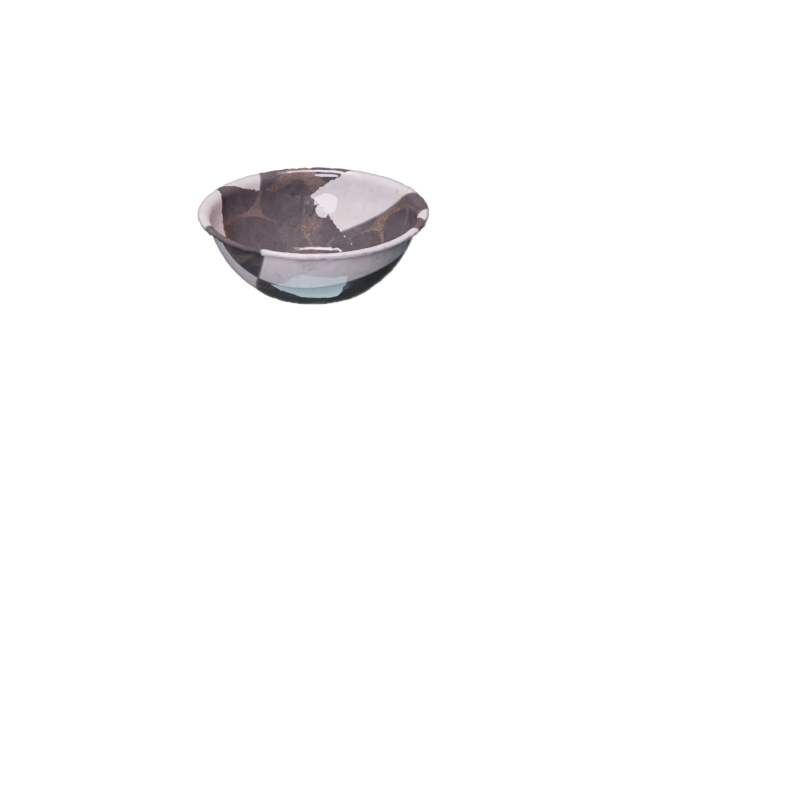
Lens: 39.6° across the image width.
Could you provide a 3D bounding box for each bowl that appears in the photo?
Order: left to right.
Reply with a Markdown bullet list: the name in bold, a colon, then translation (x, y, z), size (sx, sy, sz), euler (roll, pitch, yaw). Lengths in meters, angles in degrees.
- **bowl**: translation (-0.062, -0.112, 0.787), size (0.162, 0.052, 0.172), euler (-1, 30, -2)
